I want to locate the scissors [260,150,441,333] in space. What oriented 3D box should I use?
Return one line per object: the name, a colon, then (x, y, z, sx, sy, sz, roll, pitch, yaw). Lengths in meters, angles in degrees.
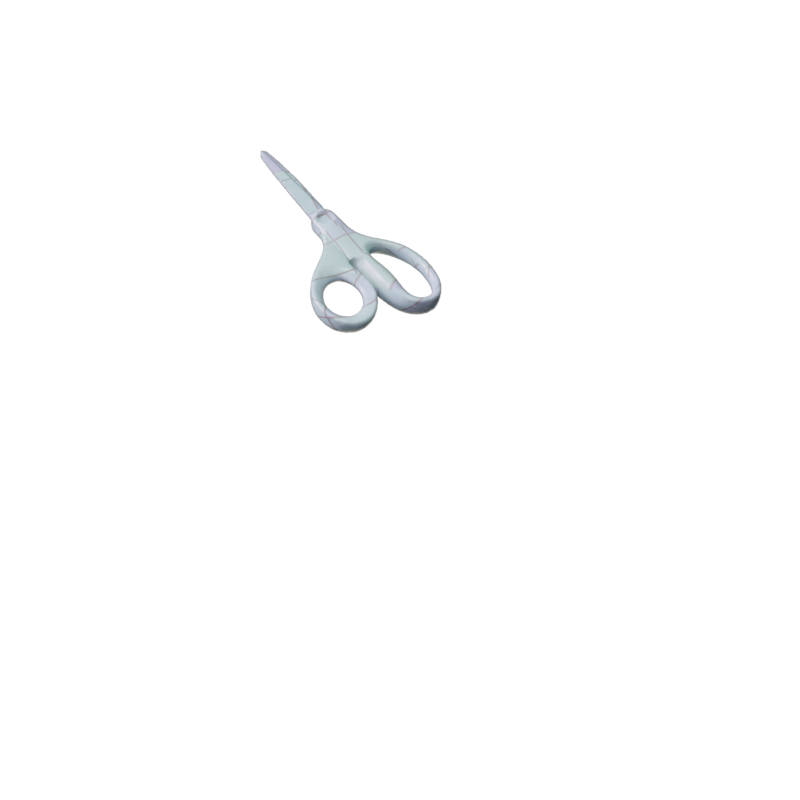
scissors: (-0.061, -0.112, 0.785, 0.215, 0.015, 0.097, 35, 56, 29)
